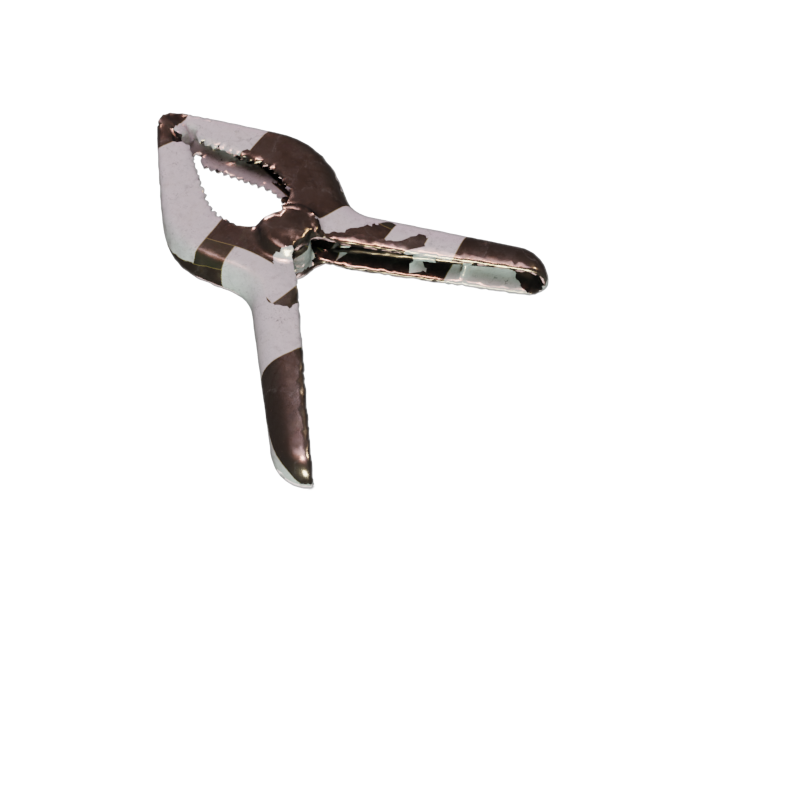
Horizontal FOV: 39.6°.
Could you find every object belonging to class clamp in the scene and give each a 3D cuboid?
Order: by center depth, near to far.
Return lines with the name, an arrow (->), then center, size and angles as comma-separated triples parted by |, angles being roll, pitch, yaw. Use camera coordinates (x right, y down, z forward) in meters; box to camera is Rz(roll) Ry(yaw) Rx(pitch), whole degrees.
clamp -> -0.043, -0.079, 0.553 | 0.165, 0.224, 0.034 | -31, -27, -18
